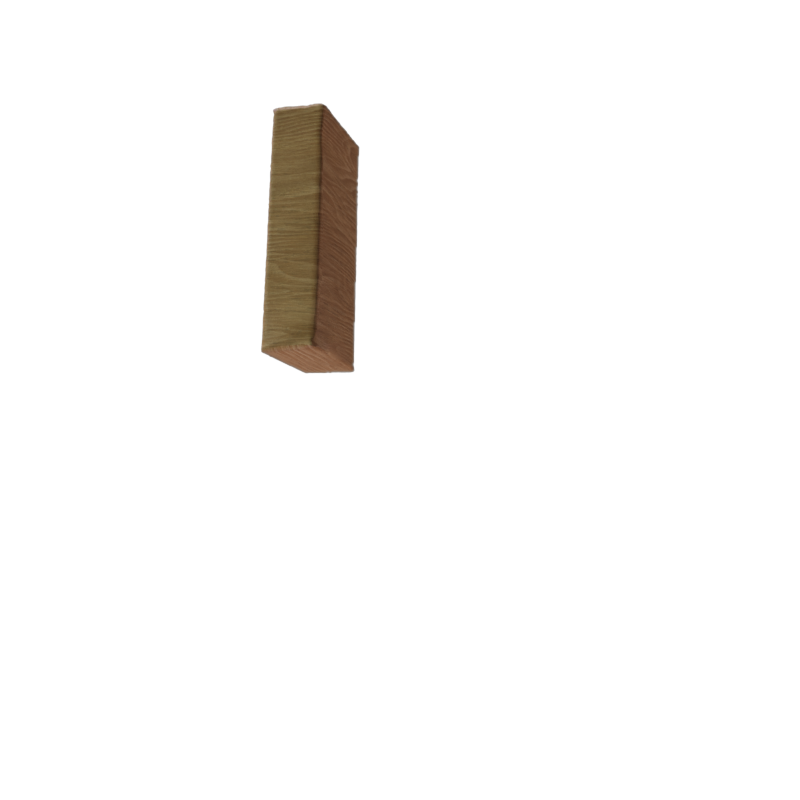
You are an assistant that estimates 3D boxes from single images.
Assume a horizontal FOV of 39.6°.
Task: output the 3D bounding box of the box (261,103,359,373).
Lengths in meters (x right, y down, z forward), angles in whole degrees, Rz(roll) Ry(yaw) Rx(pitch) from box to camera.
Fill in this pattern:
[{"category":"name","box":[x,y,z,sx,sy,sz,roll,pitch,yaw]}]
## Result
[{"category":"box","box":[-0.063,-0.114,0.796,0.049,0.183,0.088,-6,-16,15]}]
